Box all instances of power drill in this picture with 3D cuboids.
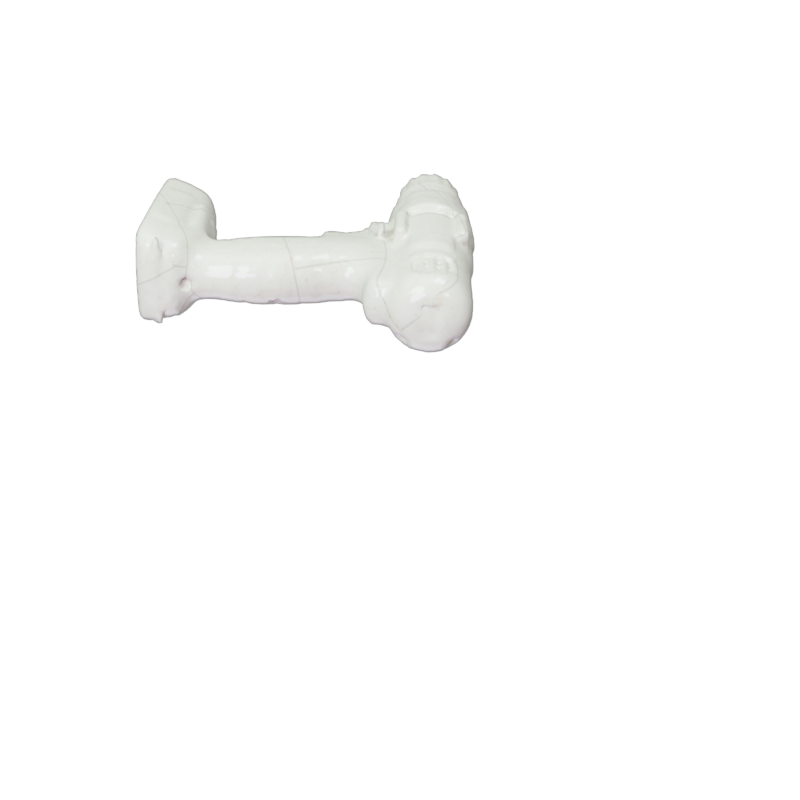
[{"bbox_3d":[-0.051,-0.092,0.646,0.188,0.054,0.194,1,28,2],"label":"power drill"}]
